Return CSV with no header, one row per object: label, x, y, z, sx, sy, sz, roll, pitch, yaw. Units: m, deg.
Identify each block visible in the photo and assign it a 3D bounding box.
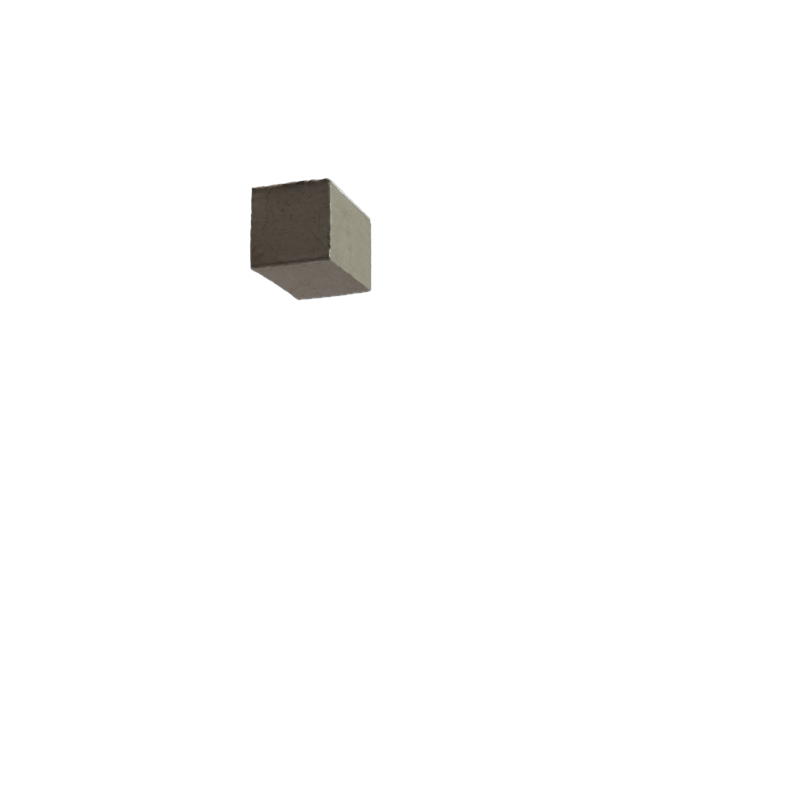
block,-0.053,-0.097,0.681,0.054,0.053,0.074,-5,-14,17
